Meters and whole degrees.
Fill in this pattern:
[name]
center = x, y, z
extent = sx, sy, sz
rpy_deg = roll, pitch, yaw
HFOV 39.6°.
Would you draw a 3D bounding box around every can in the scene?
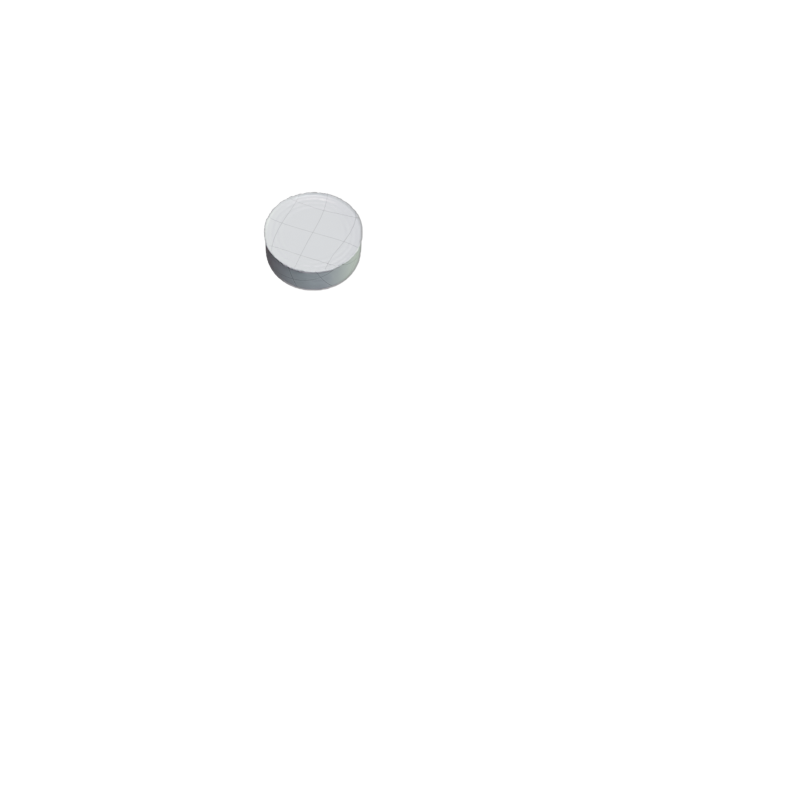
[can]
center = -0.076, -0.139, 0.971
extent = 0.086, 0.092, 0.031
rpy_deg = -1, -33, -1
